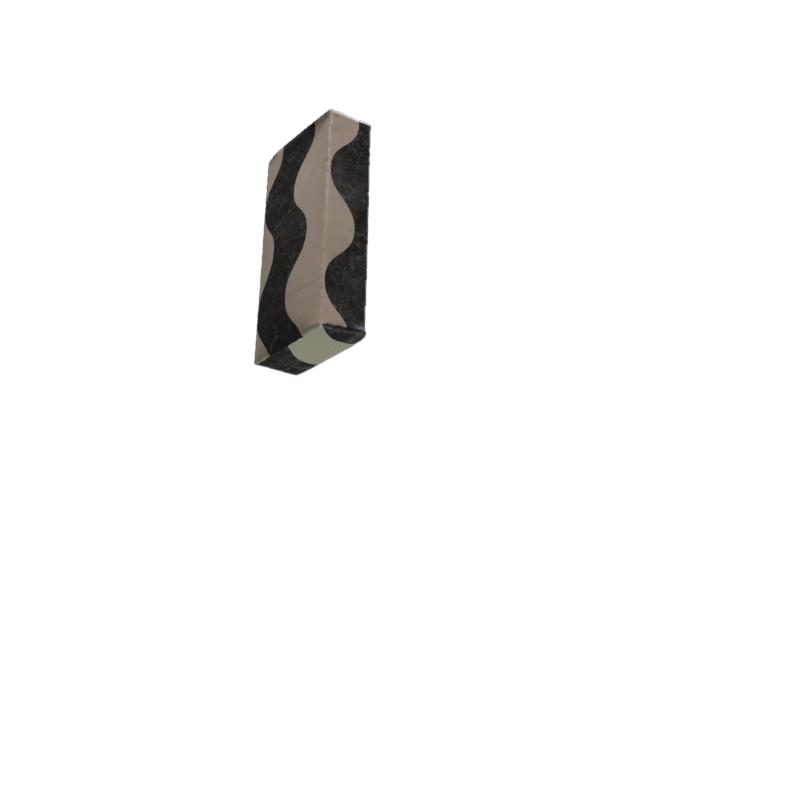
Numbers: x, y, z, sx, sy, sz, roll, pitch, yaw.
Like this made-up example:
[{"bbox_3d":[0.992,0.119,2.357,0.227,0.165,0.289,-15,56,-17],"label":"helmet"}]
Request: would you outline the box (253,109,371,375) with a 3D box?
[{"bbox_3d":[-0.064,-0.117,0.818,0.046,0.186,0.093,16,-30,-33],"label":"box"}]
